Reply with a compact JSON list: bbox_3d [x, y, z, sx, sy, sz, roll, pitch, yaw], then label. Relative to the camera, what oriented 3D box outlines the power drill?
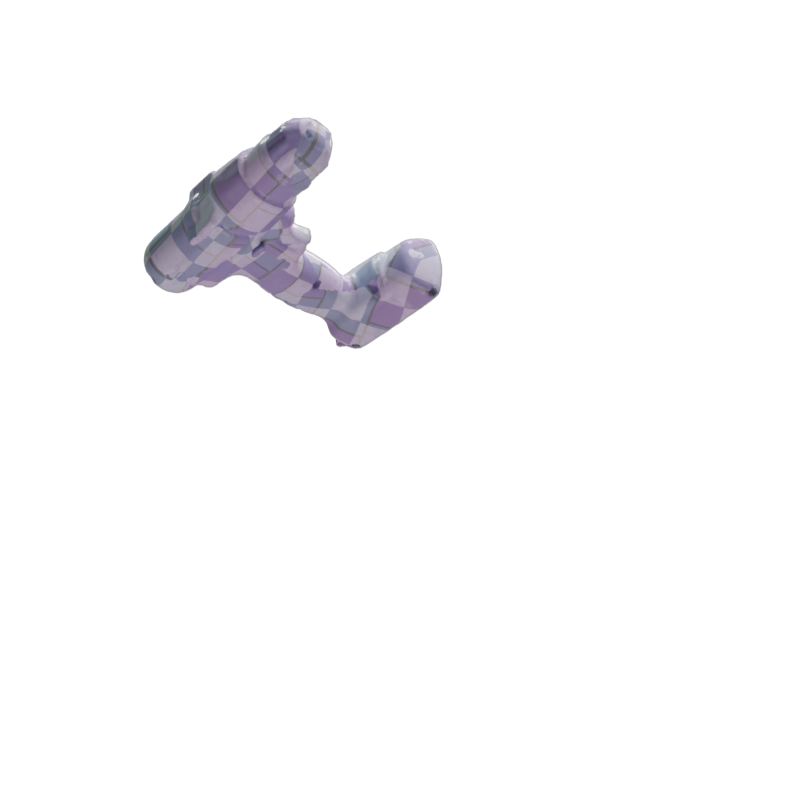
[{"bbox_3d":[-0.062,-0.112,0.786,0.177,0.061,0.183,25,-40,-34],"label":"power drill"}]
